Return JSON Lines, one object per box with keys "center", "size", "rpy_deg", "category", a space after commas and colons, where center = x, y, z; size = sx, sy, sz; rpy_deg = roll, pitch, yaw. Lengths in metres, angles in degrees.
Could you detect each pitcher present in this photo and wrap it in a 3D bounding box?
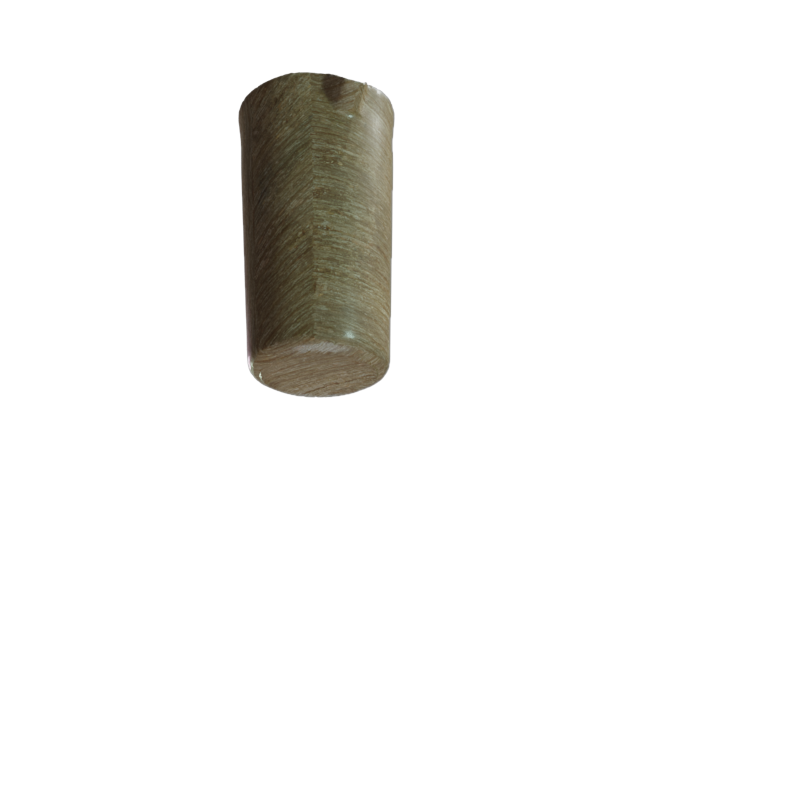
{"center": [-0.070, -0.128, 0.897], "size": [0.147, 0.258, 0.138], "rpy_deg": [-10, -27, 17], "category": "pitcher"}
